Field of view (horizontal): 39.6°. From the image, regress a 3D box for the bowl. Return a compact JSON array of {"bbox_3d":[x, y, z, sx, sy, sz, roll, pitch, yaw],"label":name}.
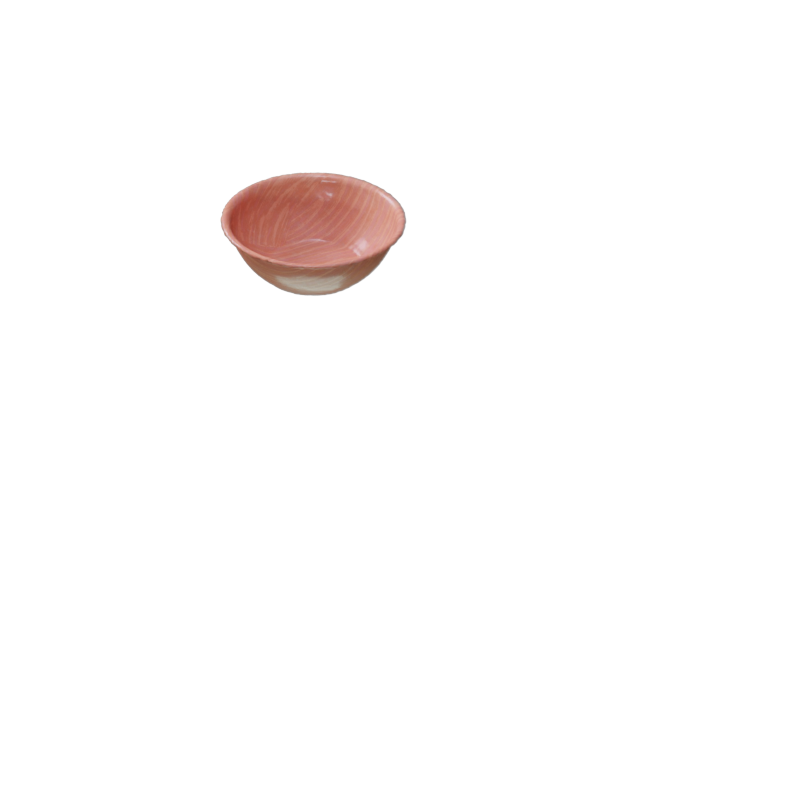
[{"bbox_3d":[-0.077,-0.140,0.978,0.162,0.051,0.173,-1,37,-2],"label":"bowl"}]
